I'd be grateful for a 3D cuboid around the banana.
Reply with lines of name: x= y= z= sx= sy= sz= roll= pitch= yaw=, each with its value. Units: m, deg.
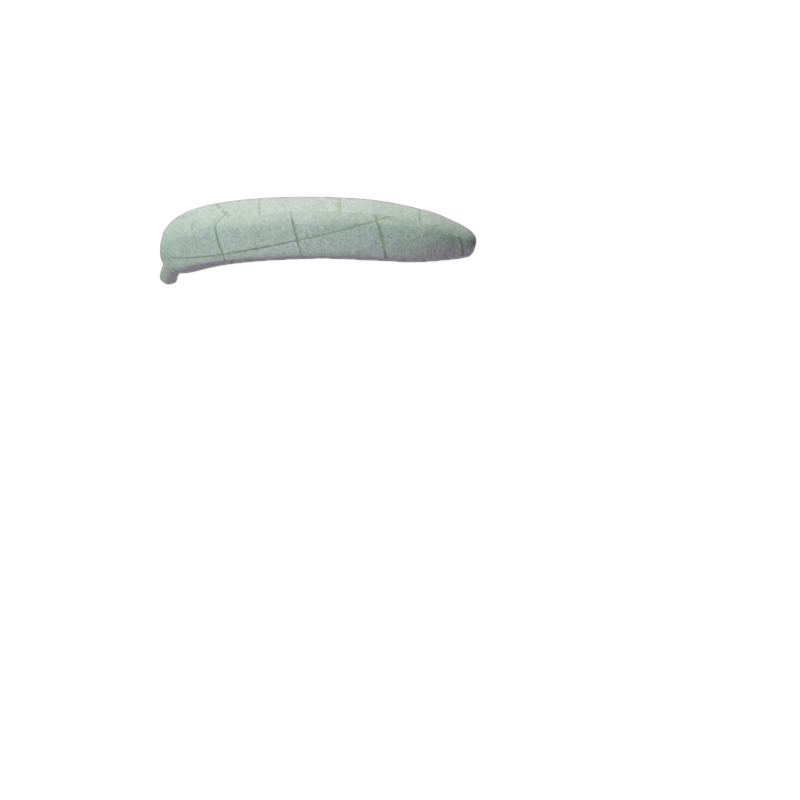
banana: x=-0.059 y=-0.095 z=0.638 sx=0.201 sy=0.038 sz=0.067 roll=-2 pitch=-7 yaw=16
